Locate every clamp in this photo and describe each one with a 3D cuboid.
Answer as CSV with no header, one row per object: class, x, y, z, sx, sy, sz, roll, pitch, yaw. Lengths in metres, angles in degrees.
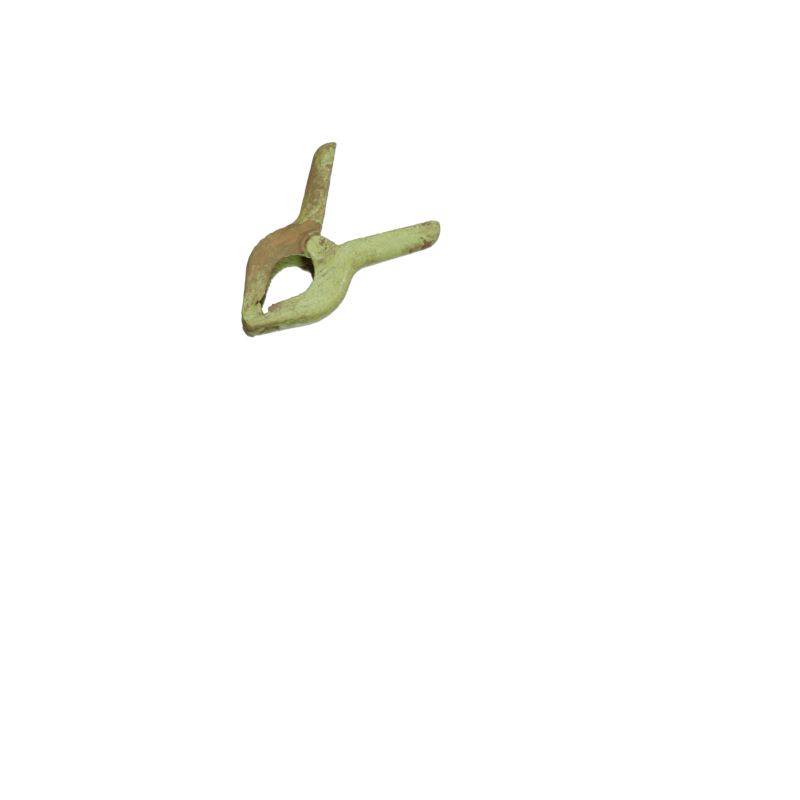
clamp,-0.067,-0.122,0.856,0.173,0.127,0.037,-38,-22,-19
